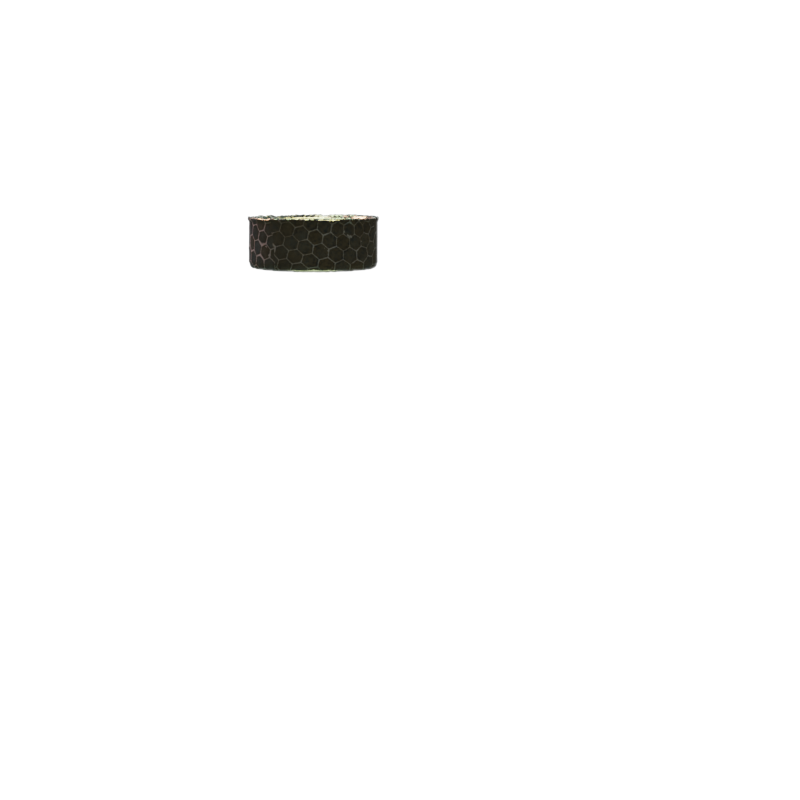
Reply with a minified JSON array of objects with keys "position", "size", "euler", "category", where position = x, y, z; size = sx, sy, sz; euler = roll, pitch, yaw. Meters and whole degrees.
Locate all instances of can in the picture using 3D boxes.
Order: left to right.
[{"position":[-0.057,-0.104,0.726],"size":[0.086,0.033,0.088],"euler":[0,10,-2],"category":"can"}]
